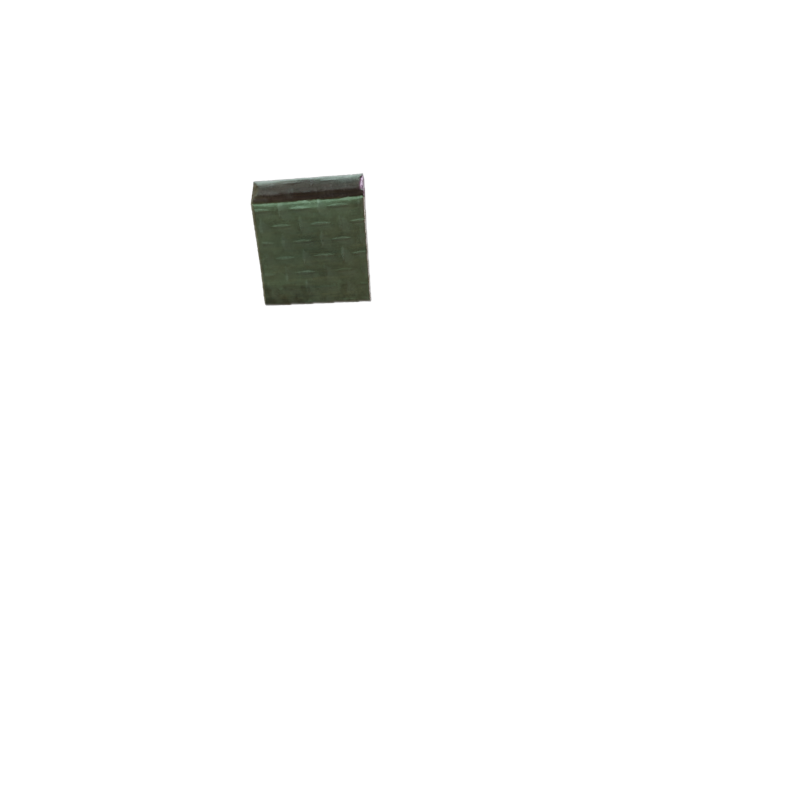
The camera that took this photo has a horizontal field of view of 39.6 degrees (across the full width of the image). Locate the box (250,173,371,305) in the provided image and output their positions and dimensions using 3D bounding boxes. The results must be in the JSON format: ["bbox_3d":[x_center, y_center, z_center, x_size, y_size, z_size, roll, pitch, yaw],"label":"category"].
[{"bbox_3d":[-0.058,-0.105,0.737,0.073,0.083,0.032,-3,39,2],"label":"box"}]
